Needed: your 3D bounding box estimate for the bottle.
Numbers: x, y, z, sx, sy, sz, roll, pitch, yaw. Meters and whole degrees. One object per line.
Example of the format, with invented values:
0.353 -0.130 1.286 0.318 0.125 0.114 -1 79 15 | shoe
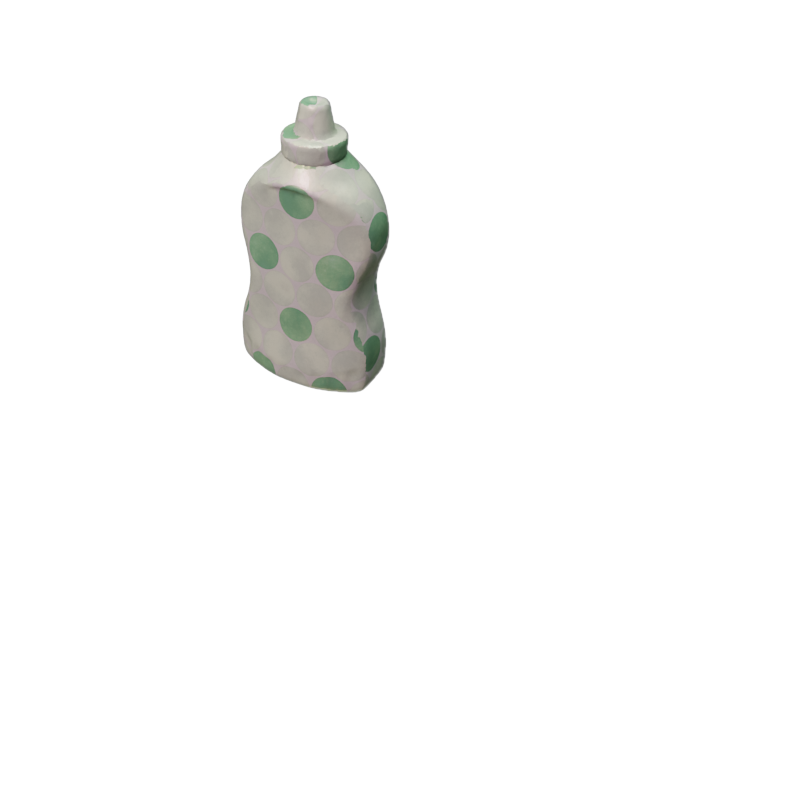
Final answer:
-0.055 -0.100 0.701 0.101 0.180 0.059 20 37 24 | bottle
